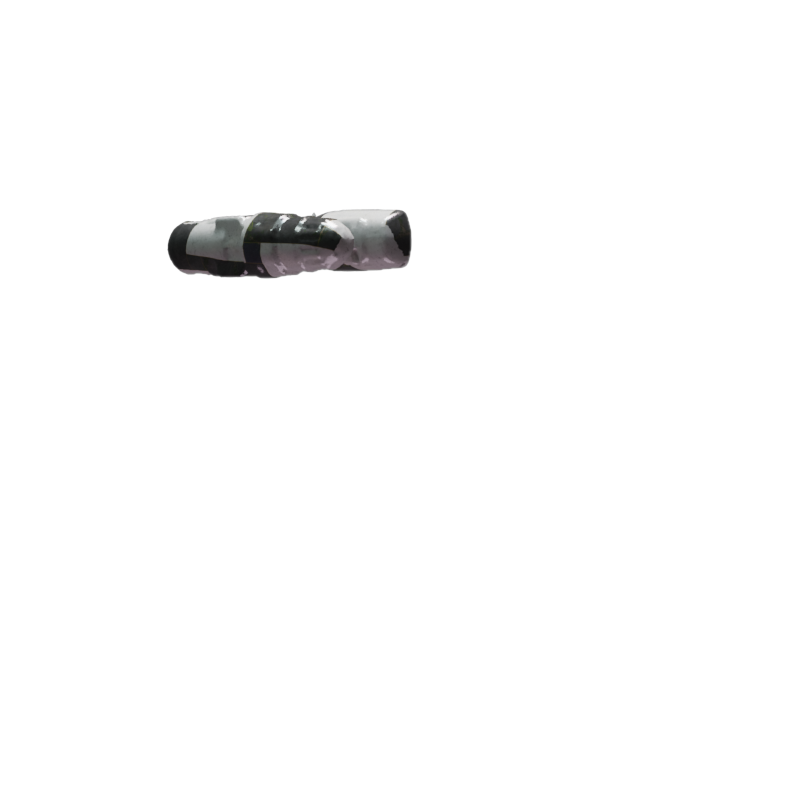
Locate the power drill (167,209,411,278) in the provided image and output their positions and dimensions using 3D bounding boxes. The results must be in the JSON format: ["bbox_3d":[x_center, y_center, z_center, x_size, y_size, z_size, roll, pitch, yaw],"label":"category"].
[{"bbox_3d":[-0.073,-0.133,0.934,0.192,0.057,0.182,6,10,38],"label":"power drill"}]
